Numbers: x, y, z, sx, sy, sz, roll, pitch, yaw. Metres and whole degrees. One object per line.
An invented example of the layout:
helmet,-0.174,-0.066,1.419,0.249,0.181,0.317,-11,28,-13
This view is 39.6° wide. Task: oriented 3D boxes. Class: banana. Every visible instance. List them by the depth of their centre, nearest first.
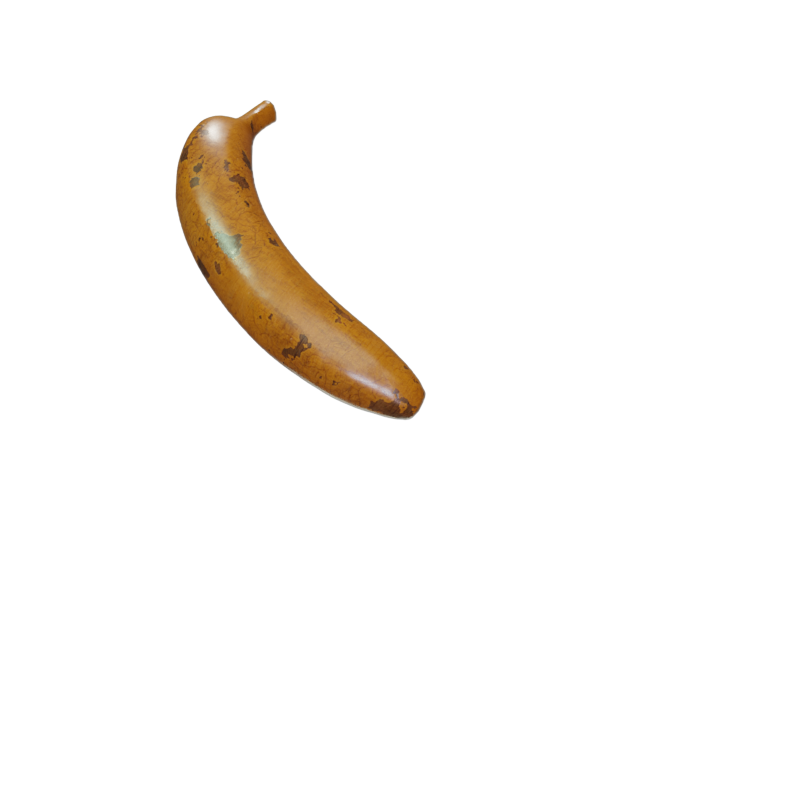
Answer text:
banana,-0.057,-0.069,0.496,0.069,0.213,0.034,-17,-34,-13
